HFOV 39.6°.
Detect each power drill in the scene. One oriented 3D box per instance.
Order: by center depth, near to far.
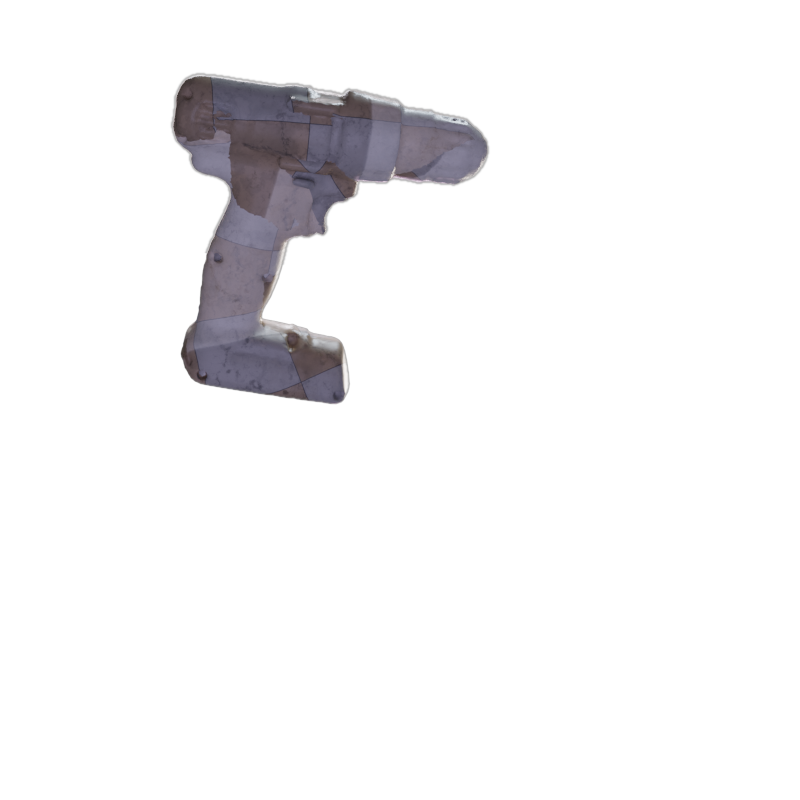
[{"bbox_3d":[-0.052,-0.095,0.666,0.183,0.181,0.060,9,16,-3],"label":"power drill"}]
